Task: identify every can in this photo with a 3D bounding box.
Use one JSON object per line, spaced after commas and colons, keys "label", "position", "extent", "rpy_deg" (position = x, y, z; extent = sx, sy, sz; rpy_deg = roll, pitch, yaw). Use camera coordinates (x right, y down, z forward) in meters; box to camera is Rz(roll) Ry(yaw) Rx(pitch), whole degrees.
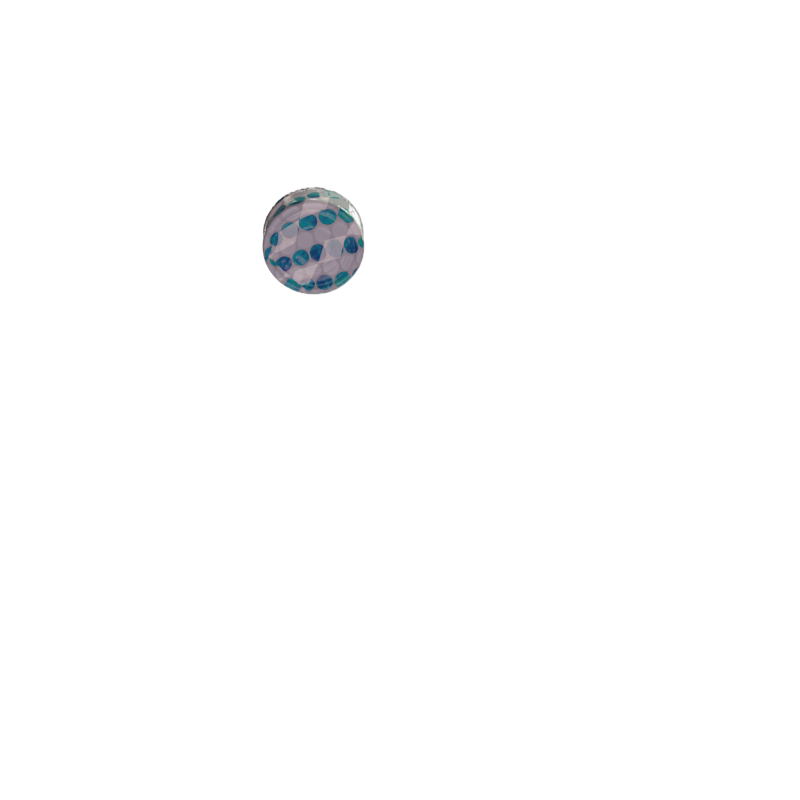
{"label": "can", "position": [-0.073, -0.132, 0.927], "extent": [0.086, 0.082, 0.035], "rpy_deg": [1, 24, -1]}
